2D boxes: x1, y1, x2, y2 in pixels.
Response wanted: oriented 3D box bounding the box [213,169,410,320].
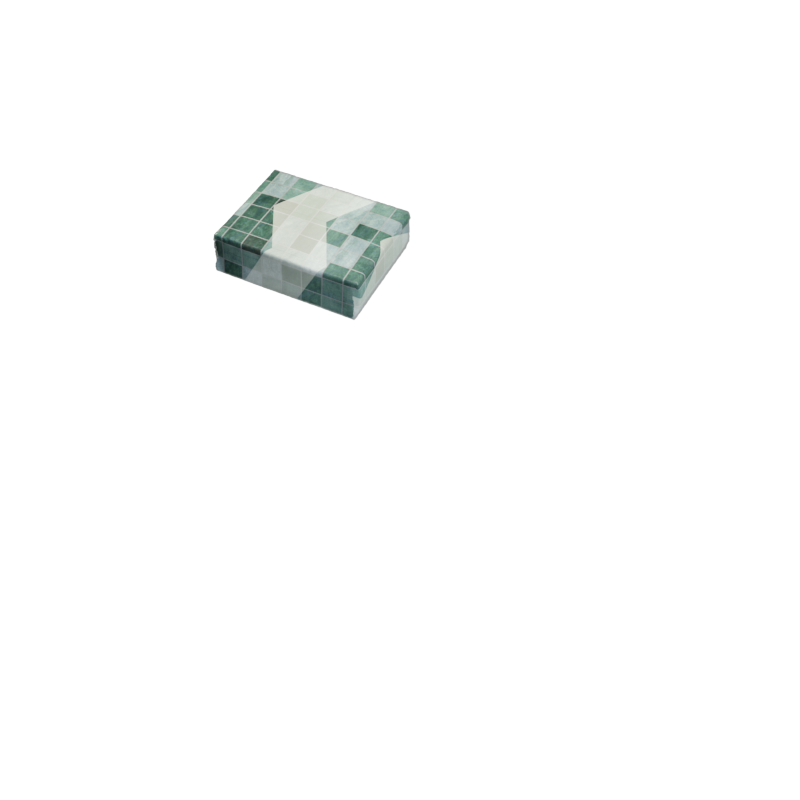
[{"bbox_3d":[-0.061,-0.112,0.782,0.118,0.036,0.093,18,45,18],"label":"box"}]
